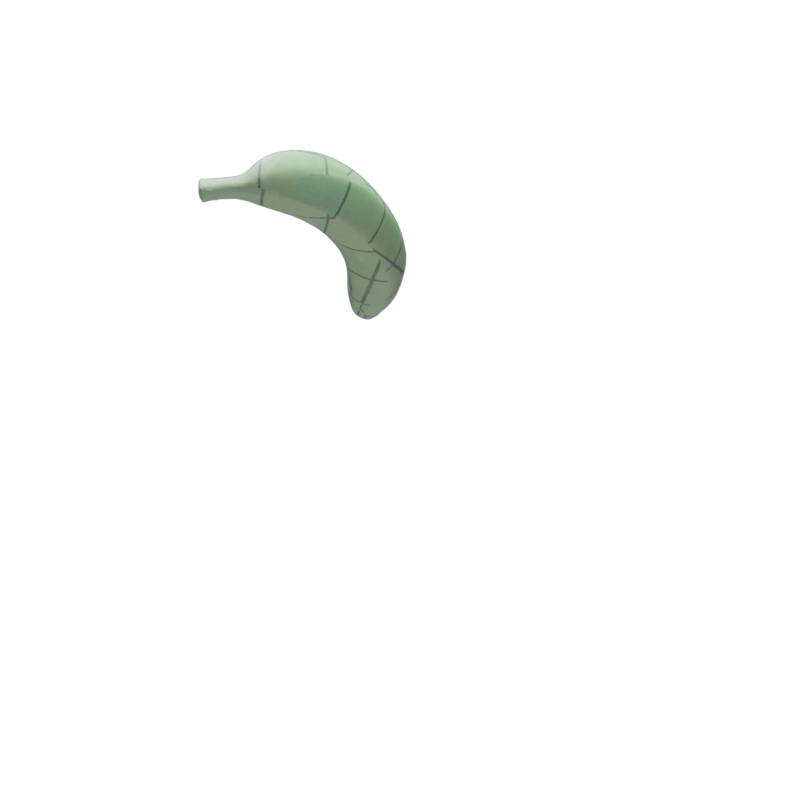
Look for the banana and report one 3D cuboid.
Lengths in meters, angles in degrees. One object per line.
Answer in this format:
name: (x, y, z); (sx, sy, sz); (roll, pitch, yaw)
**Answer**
banana: (-0.035, -0.097, 0.637); (0.071, 0.039, 0.184); (-11, -24, 24)
